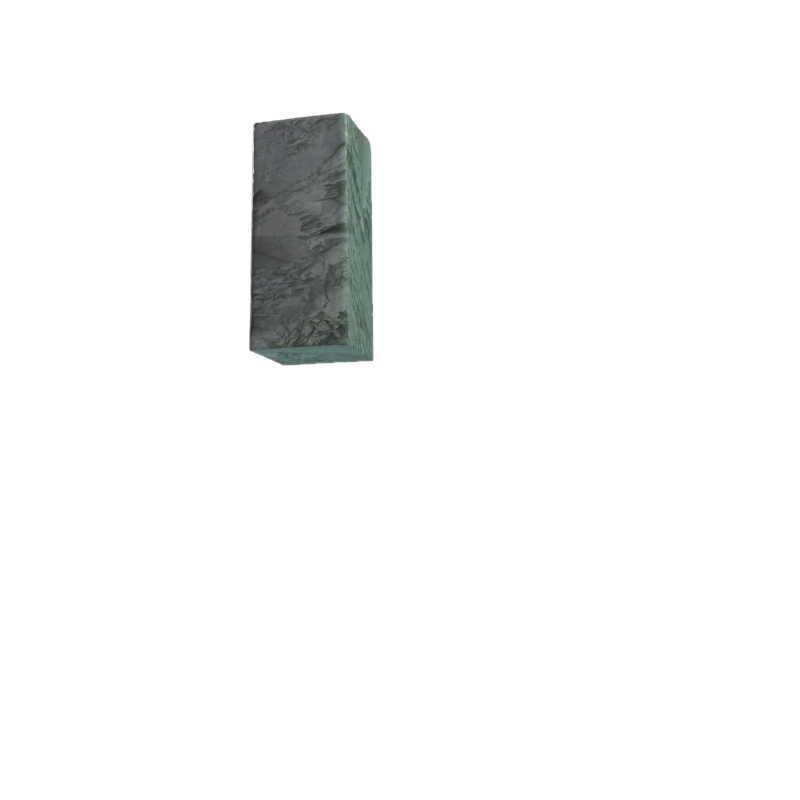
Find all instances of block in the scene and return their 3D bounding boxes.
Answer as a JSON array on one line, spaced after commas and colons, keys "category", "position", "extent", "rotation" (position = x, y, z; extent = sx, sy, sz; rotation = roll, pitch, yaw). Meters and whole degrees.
[{"category": "block", "position": [-0.077, -0.142, 0.992], "extent": [0.092, 0.213, 0.086], "rotation": [-5, -14, 15]}]
